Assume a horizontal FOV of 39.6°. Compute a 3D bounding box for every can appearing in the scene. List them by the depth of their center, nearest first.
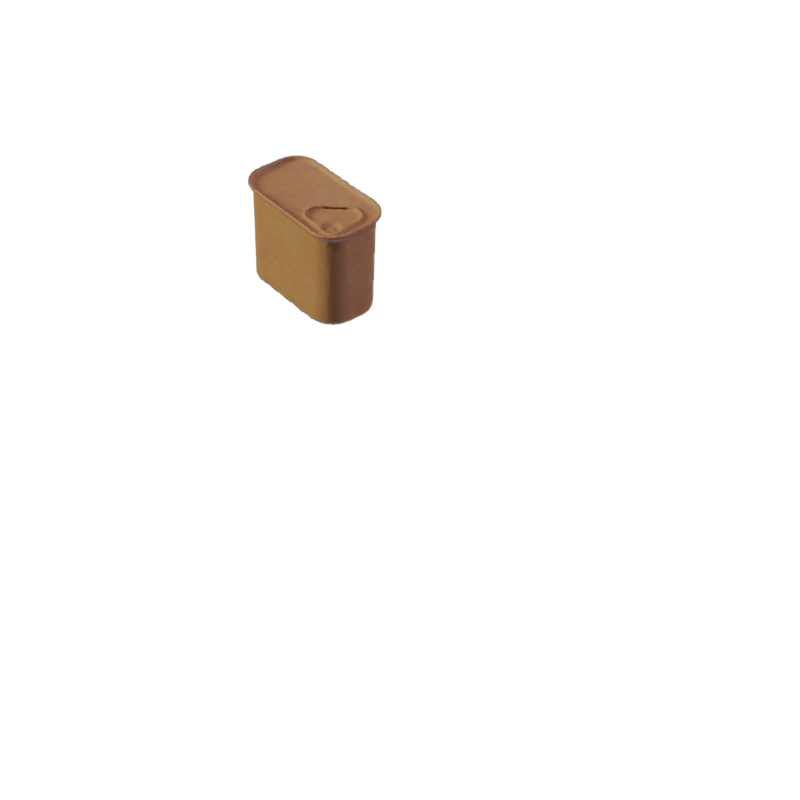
[{"bbox_3d":[-0.062,-0.113,0.793,0.057,0.078,0.109,-27,49,-30],"label":"can"}]
